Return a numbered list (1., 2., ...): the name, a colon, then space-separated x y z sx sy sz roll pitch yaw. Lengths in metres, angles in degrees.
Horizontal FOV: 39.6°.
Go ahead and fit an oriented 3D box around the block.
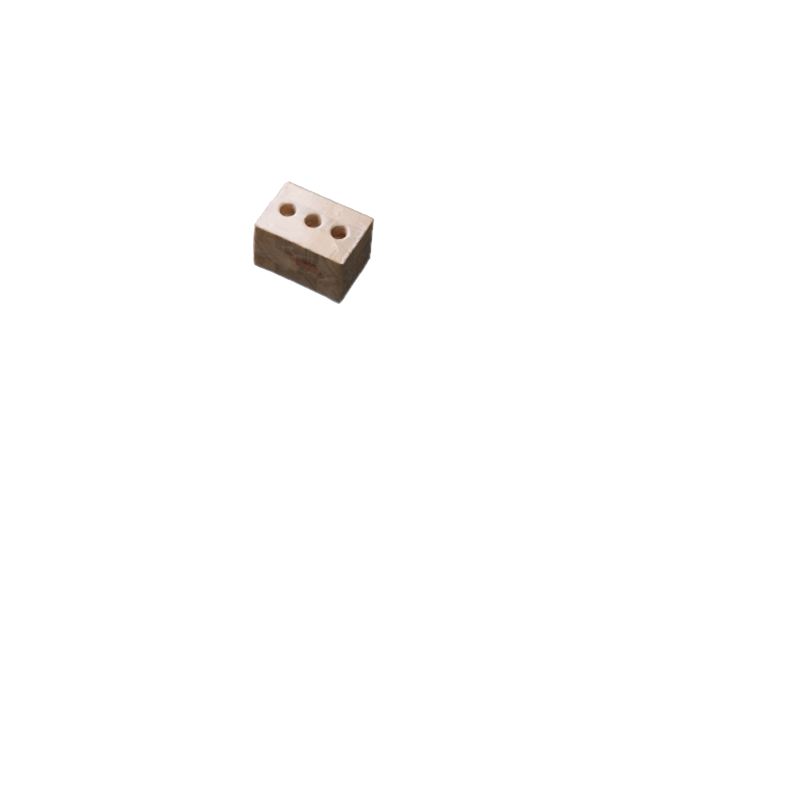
1. block: -0.066 -0.120 0.840 0.081 0.054 0.048 24 -32 15
